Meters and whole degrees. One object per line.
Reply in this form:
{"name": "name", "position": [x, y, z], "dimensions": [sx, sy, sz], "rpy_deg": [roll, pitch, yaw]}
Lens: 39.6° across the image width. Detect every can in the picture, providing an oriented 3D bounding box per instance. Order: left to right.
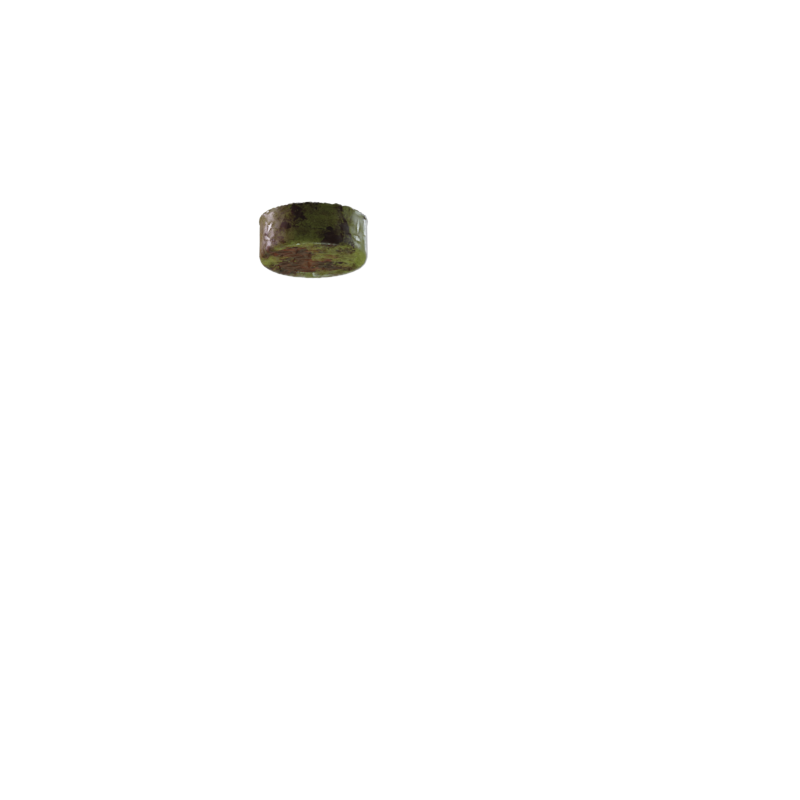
{"name": "can", "position": [-0.068, -0.123, 0.865], "dimensions": [0.086, 0.035, 0.083], "rpy_deg": [0, -14, -2]}
